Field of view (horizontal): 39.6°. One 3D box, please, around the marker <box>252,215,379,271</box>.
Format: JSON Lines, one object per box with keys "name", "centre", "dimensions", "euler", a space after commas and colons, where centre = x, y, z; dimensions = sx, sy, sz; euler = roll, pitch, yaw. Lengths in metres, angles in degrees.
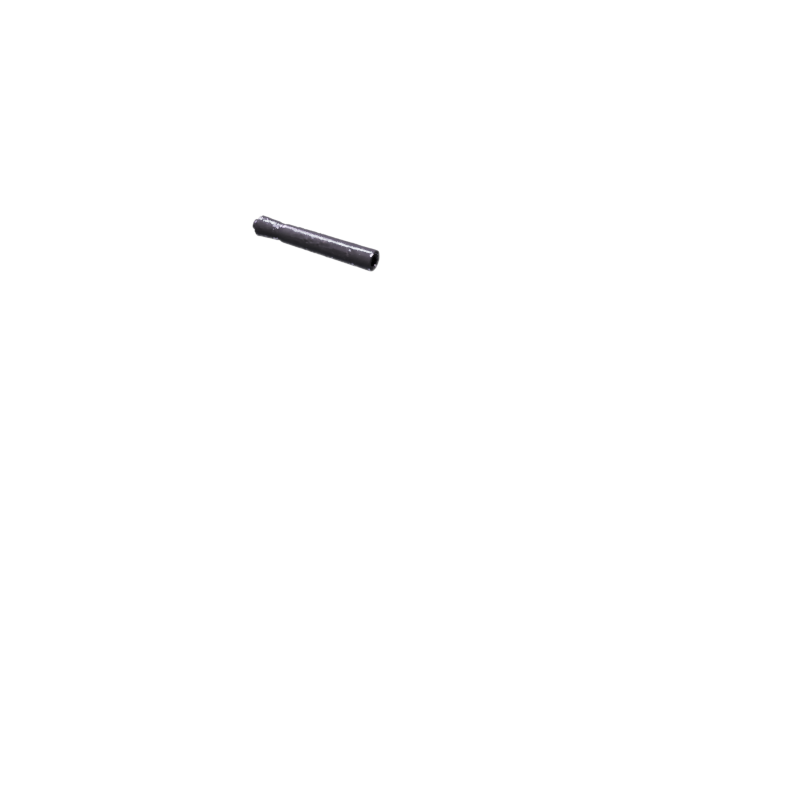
{"name": "marker", "centre": [-0.075, -0.136, 0.953], "dimensions": [0.127, 0.019, 0.019], "euler": [20, 12, 26]}
